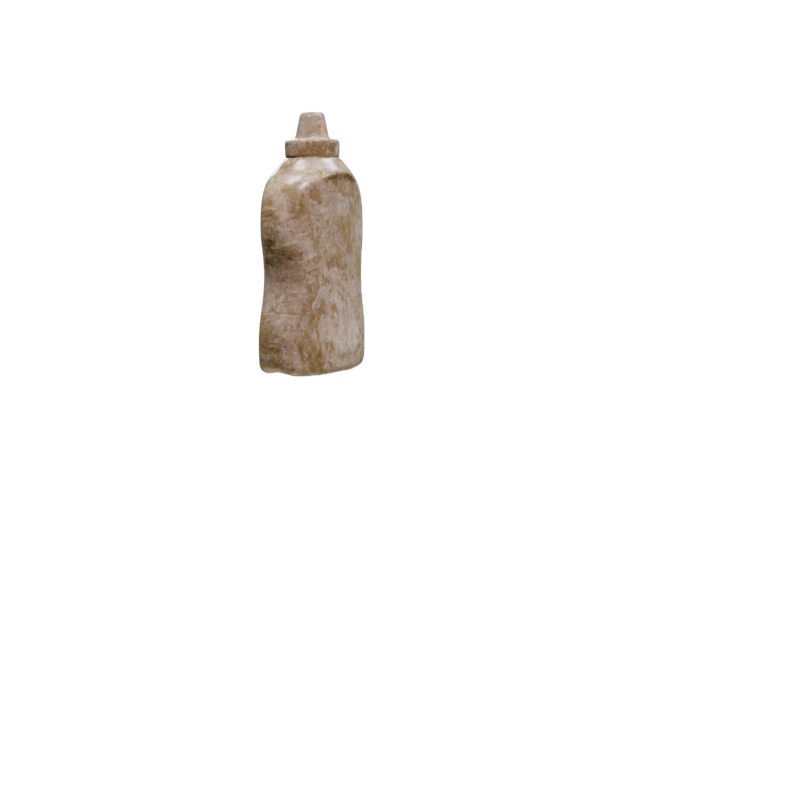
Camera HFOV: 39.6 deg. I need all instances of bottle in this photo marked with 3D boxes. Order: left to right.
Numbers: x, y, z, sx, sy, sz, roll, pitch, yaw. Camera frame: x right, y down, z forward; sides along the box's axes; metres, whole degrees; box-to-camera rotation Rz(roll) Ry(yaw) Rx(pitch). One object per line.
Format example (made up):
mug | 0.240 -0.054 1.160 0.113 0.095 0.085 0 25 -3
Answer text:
bottle | -0.065 -0.118 0.827 0.061 0.191 0.093 2 4 36
